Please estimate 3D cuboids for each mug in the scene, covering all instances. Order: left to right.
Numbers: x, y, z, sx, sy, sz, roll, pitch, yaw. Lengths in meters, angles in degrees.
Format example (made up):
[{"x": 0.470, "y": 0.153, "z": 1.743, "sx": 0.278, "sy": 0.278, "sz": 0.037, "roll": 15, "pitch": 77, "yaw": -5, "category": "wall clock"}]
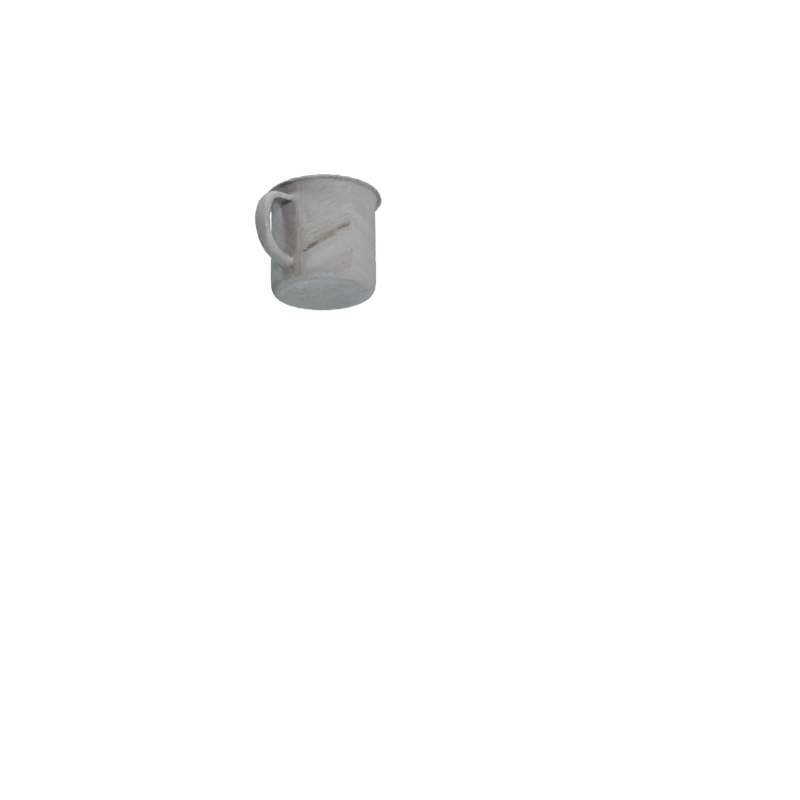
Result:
[{"x": -0.067, "y": -0.123, "z": 0.861, "sx": 0.095, "sy": 0.086, "sz": 0.110, "roll": -15, "pitch": -23, "yaw": 36, "category": "mug"}]
